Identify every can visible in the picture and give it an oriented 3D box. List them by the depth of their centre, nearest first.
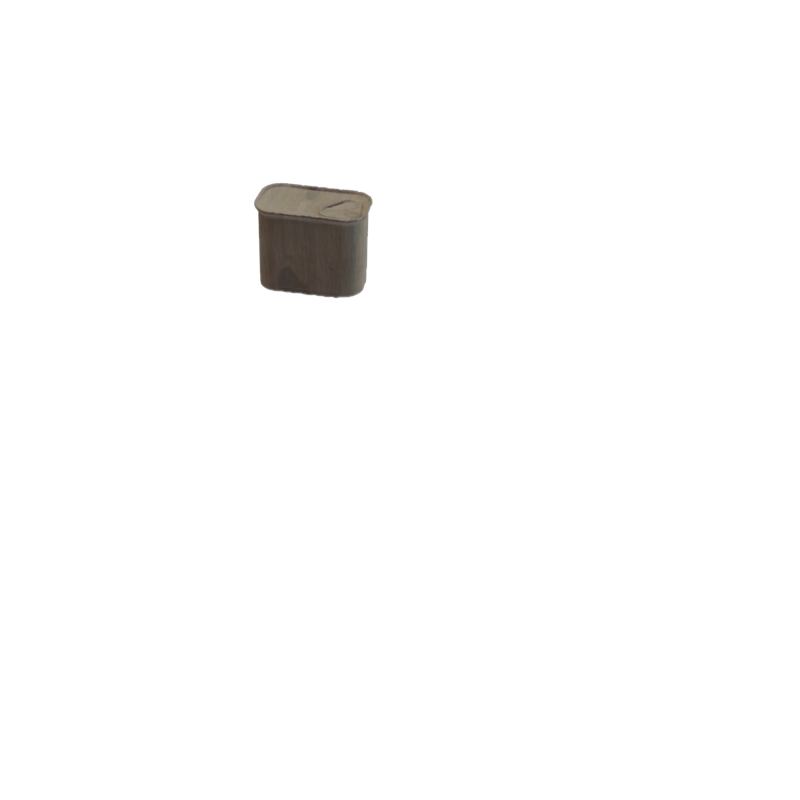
[{"bbox_3d":[-0.078,-0.142,0.996,0.104,0.079,0.060,8,34,10],"label":"can"}]
